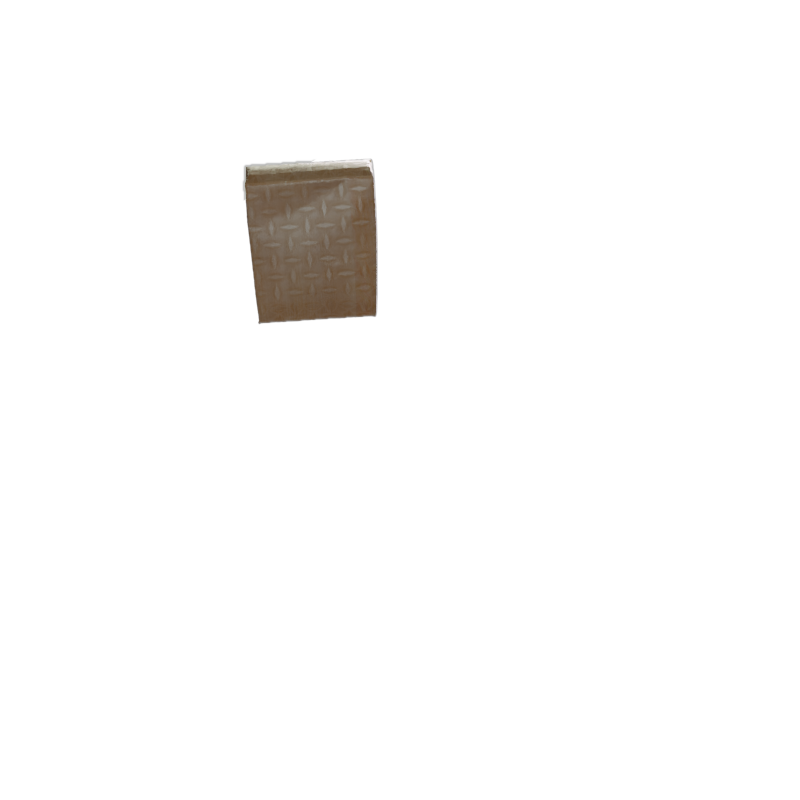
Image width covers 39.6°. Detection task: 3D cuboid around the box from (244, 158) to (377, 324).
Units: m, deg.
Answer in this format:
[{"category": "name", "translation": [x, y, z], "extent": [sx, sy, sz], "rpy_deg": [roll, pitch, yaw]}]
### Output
[{"category": "box", "translation": [-0.061, -0.112, 0.781], "extent": [0.090, 0.107, 0.041], "rpy_deg": [-2, 26, 0]}]
